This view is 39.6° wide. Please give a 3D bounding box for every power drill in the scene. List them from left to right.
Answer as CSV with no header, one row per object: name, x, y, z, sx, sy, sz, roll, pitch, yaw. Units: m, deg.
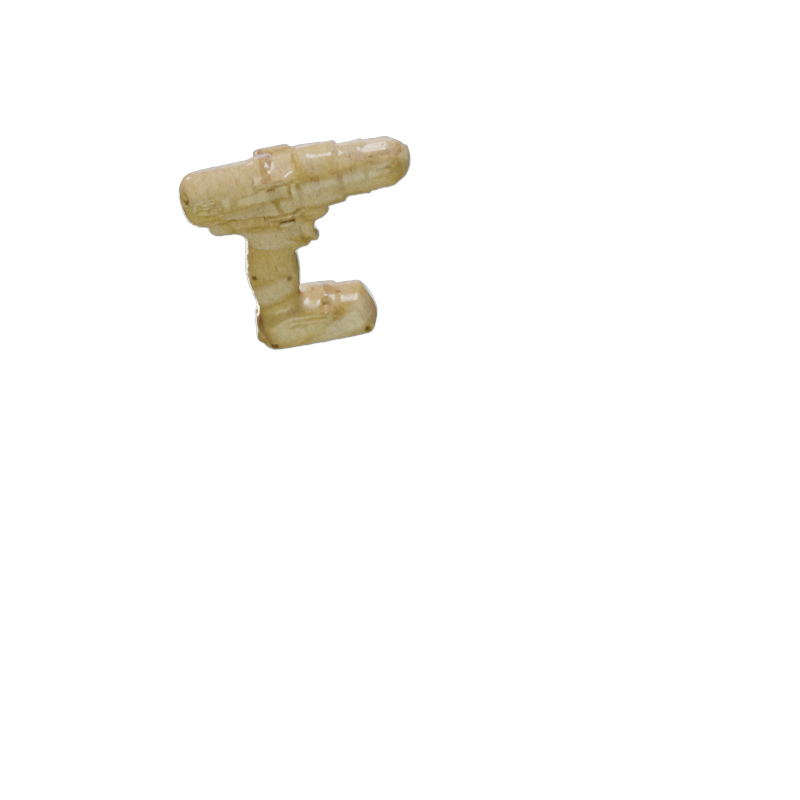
power drill,-0.072,-0.131,0.914,0.186,0.173,0.062,-8,43,7
